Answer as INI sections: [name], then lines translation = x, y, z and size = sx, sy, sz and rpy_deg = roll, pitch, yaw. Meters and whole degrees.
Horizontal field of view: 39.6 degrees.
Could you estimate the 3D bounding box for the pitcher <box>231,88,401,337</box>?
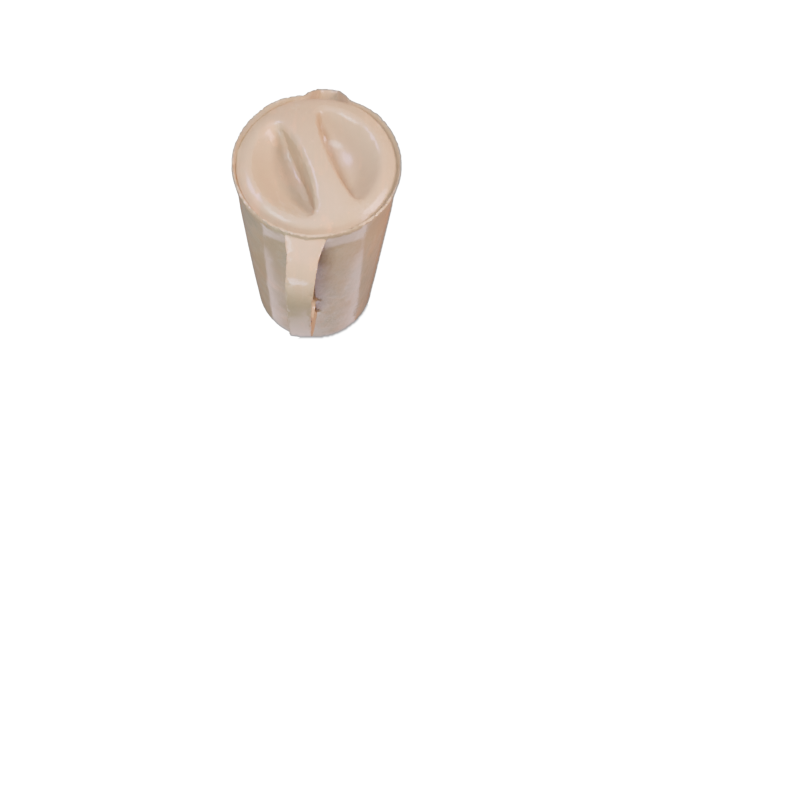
[pitcher]
translation = -0.075, -0.137, 0.962
size = 0.150, 0.152, 0.230
rpy_deg = -37, -16, -17
